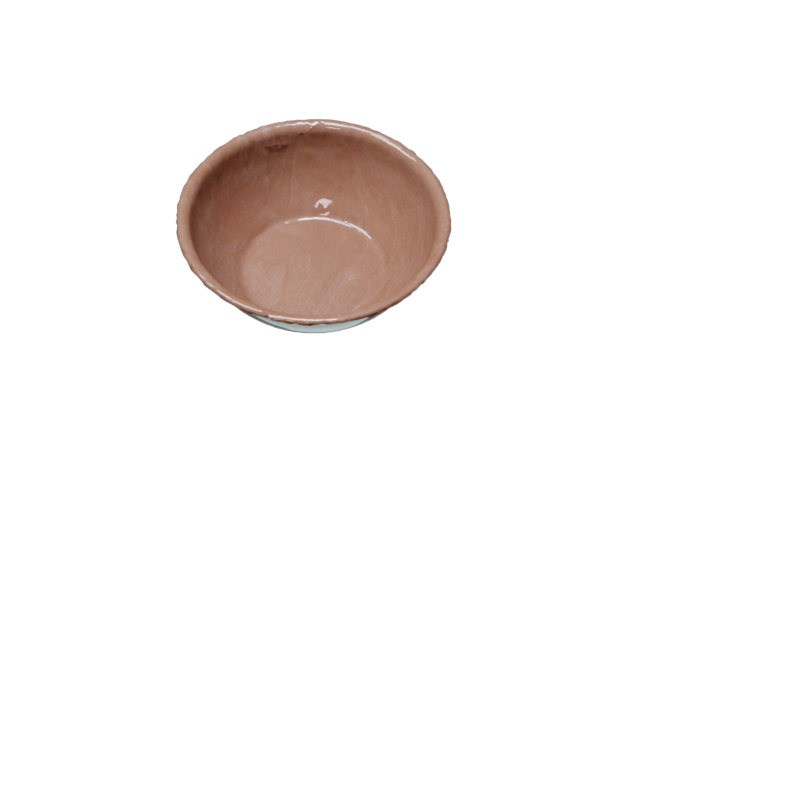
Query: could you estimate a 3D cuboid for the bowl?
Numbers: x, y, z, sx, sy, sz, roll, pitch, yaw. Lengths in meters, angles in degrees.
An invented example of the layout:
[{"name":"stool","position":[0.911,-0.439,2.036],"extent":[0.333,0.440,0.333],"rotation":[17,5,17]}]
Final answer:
[{"name":"bowl","position":[-0.052,-0.095,0.669],"extent":[0.162,0.174,0.051],"rotation":[-1,-38,-1]}]
